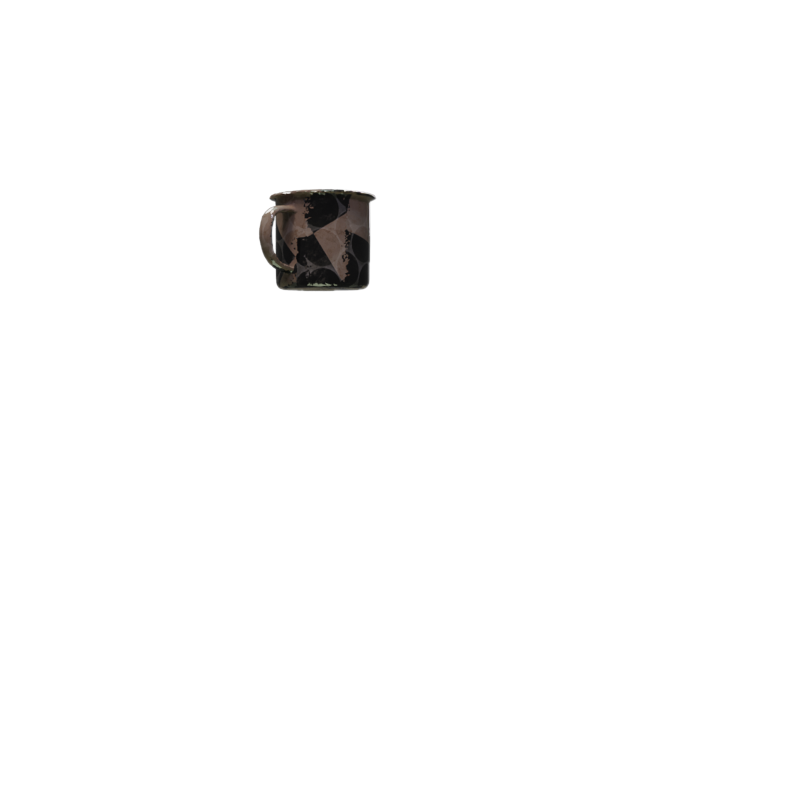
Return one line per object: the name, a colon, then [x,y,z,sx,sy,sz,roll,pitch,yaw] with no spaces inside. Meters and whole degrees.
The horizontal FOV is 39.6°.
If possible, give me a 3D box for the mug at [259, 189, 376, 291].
mug: [-0.075,-0.136,0.955,0.097,0.082,0.112,-1,0,40]
